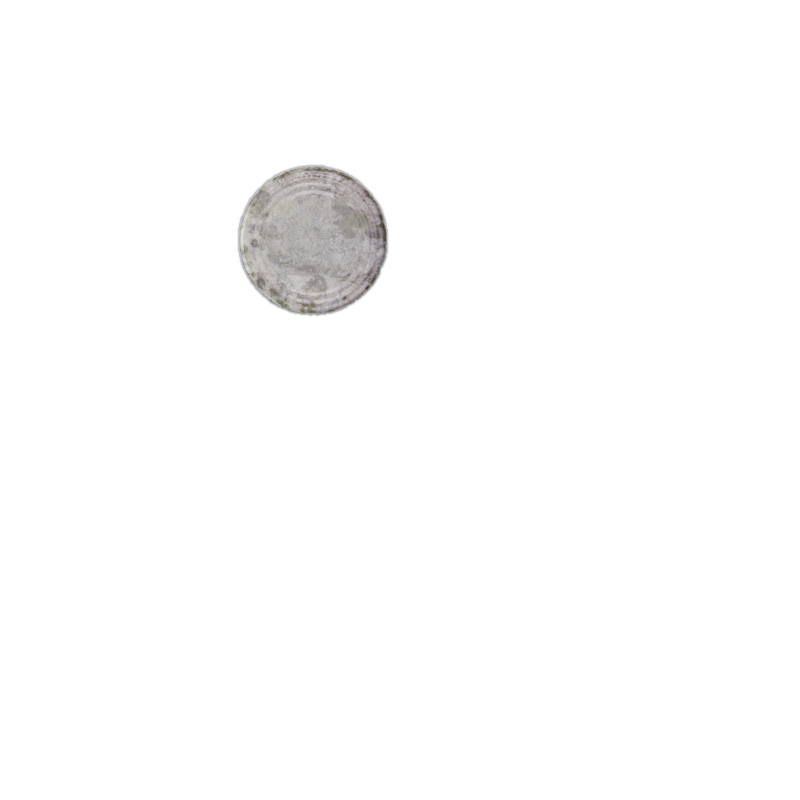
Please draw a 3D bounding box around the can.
[{"bbox_3d":[-0.051,-0.093,0.652,0.086,0.086,0.033,0,-2,-1],"label":"can"}]
